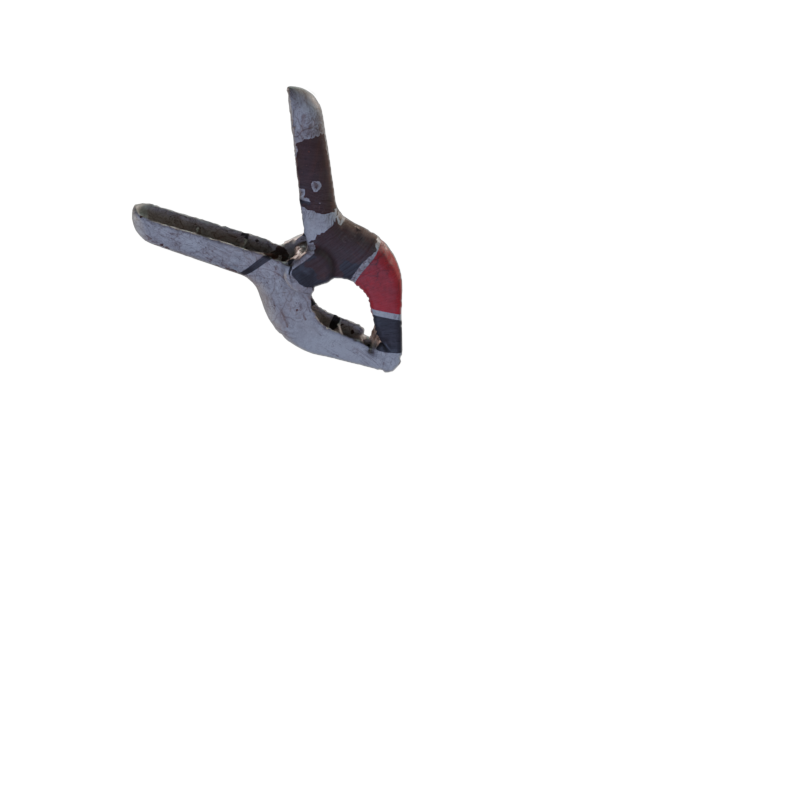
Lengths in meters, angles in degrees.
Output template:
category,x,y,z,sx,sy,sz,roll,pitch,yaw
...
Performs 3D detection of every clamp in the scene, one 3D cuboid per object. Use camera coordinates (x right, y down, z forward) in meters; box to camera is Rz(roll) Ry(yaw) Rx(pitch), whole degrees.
category,x,y,z,sx,sy,sz,roll,pitch,yaw
clamp,-0.048,-0.087,0.610,0.163,0.118,0.042,39,25,-22
